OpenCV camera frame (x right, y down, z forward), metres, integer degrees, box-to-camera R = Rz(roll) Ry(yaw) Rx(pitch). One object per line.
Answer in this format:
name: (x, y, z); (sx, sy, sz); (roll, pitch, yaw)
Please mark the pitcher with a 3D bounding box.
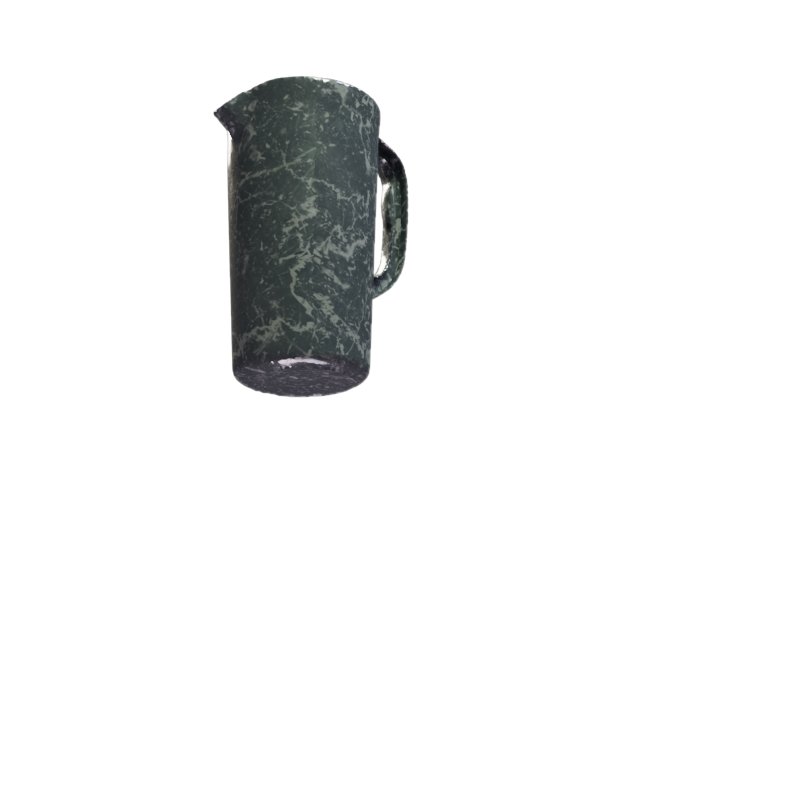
pitcher: (-0.071, -0.130, 0.912); (0.150, 0.255, 0.137); (-4, -20, 7)
